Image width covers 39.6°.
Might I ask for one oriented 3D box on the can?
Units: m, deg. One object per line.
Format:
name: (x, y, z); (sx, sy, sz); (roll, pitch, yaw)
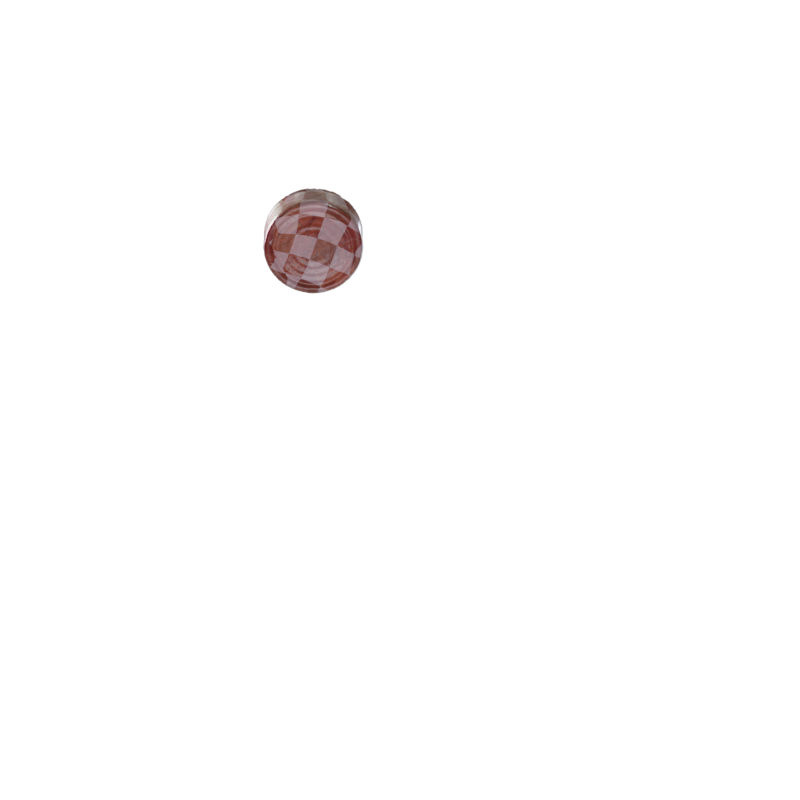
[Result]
can: (-0.074, -0.135, 0.947); (0.086, 0.081, 0.035); (1, 26, -1)
